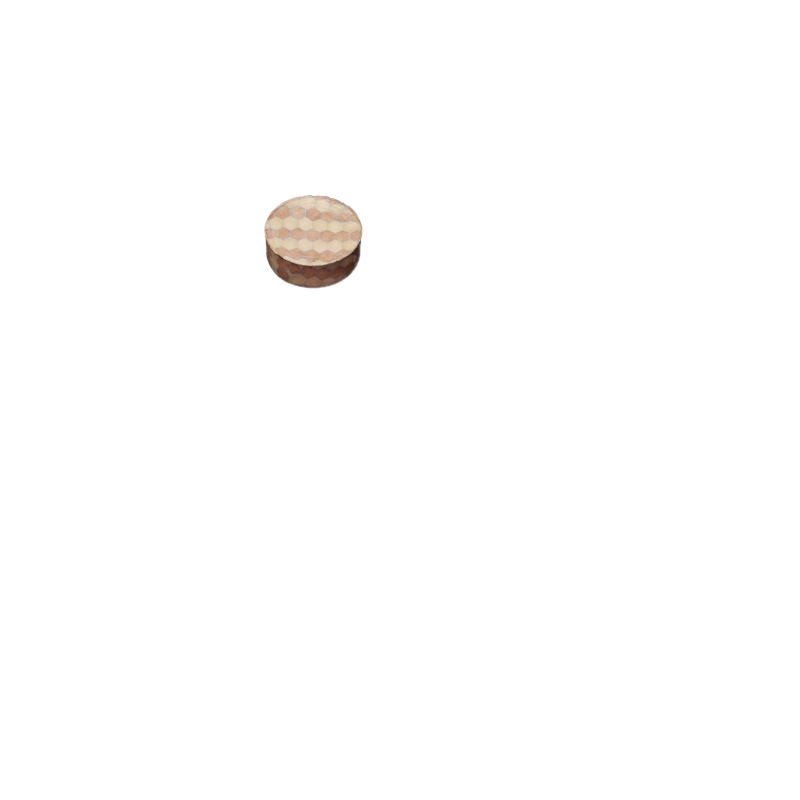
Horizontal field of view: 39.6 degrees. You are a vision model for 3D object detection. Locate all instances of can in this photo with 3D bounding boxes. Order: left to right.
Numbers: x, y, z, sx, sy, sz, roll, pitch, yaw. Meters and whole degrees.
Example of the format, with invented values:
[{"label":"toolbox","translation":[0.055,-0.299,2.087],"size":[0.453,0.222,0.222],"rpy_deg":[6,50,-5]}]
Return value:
[{"label":"can","translation":[-0.077,-0.140,0.980],"size":[0.086,0.092,0.031],"rpy_deg":[-1,-40,-1]}]
